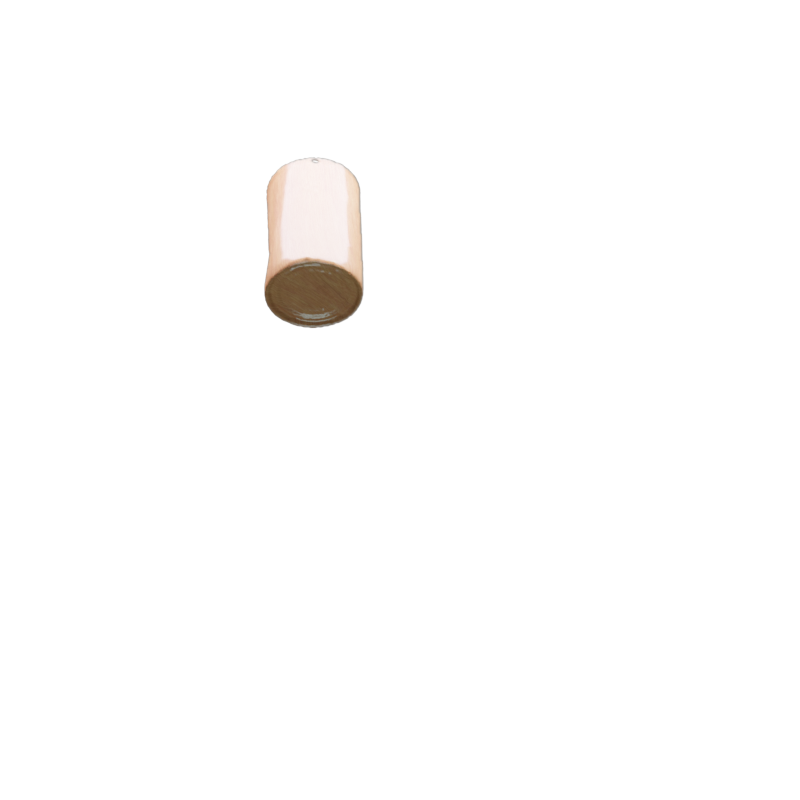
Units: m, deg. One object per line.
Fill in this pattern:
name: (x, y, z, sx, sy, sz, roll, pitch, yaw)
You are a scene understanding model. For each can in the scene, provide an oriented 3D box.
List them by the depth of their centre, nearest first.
can: (-0.060, -0.109, 0.765, 0.068, 0.110, 0.064, -1, -42, -3)
